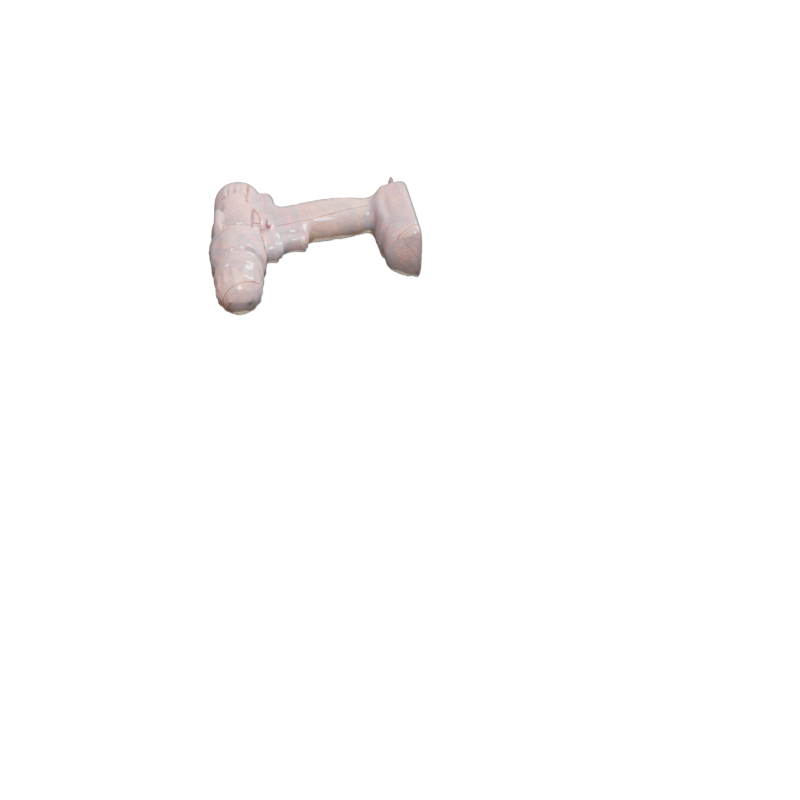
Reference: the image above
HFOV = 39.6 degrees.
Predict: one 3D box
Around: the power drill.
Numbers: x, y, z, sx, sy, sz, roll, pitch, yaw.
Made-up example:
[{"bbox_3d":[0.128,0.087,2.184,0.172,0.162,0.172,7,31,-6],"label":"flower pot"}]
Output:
[{"bbox_3d":[-0.078,-0.142,0.996,0.186,0.054,0.198,-4,39,-5],"label":"power drill"}]
